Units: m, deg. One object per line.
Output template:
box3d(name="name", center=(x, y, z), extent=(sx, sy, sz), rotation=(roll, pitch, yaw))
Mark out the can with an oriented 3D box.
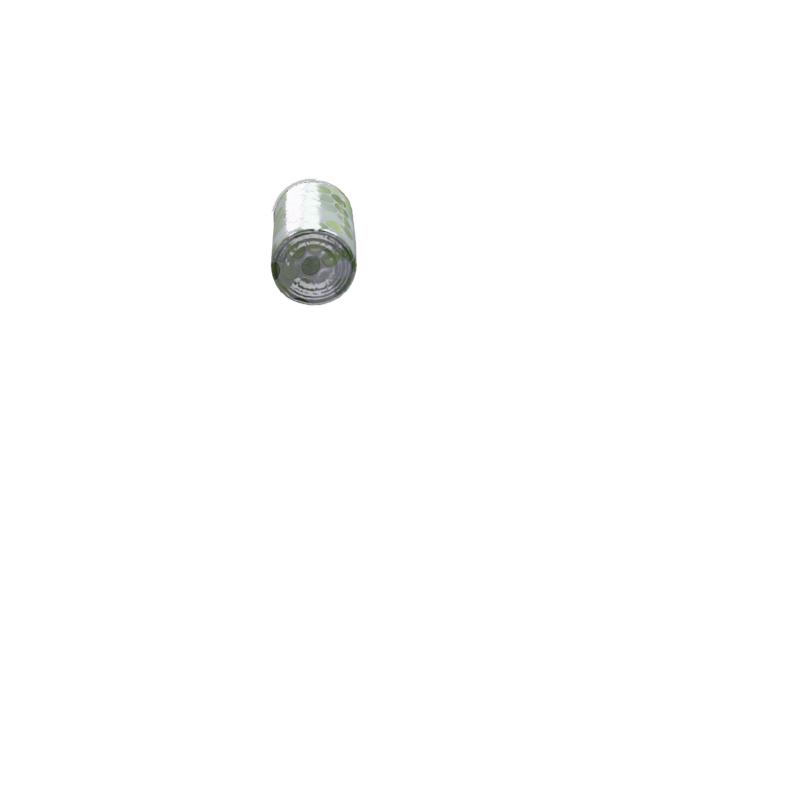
box3d(name="can", center=(-0.070, -0.128, 0.896), extent=(0.068, 0.065, 0.108), rotation=(0, 29, -3))
